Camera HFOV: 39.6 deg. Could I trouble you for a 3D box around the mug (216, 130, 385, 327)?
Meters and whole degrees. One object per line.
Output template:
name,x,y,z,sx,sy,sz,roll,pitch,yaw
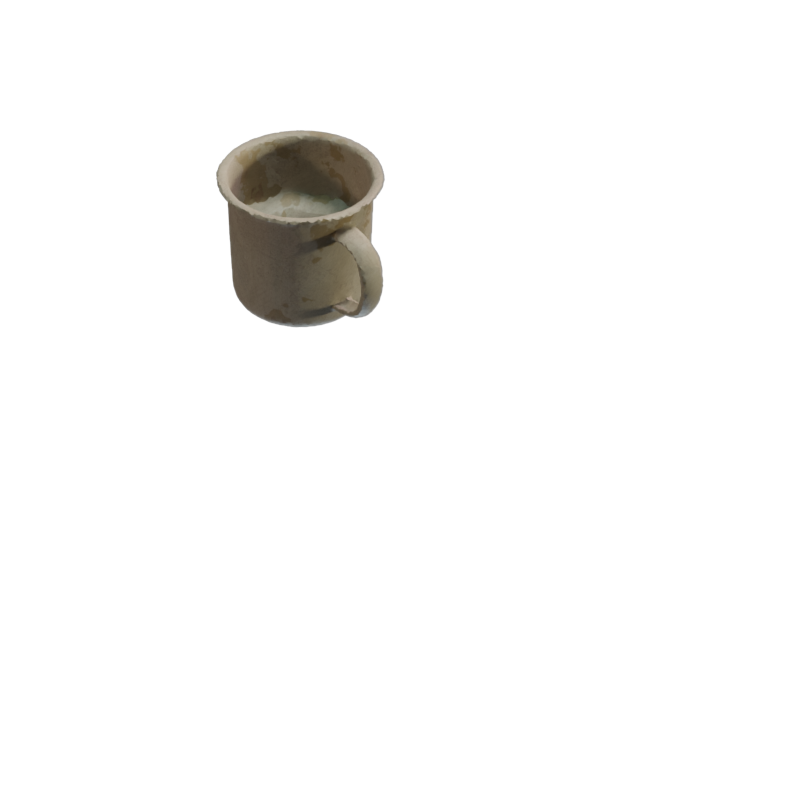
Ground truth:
mug,-0.049,-0.090,0.629,0.093,0.076,0.126,-27,48,-29
